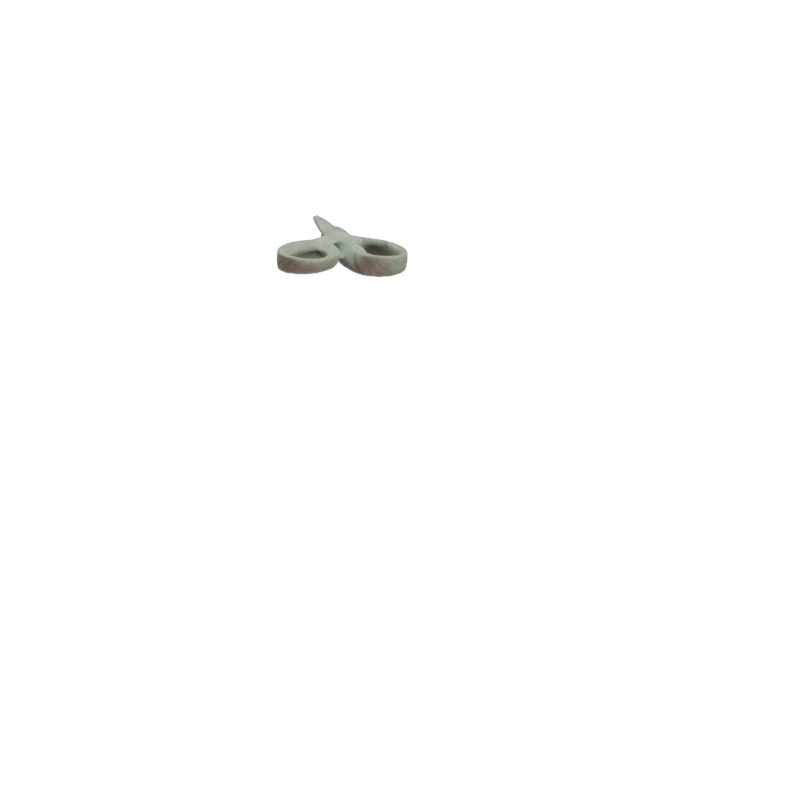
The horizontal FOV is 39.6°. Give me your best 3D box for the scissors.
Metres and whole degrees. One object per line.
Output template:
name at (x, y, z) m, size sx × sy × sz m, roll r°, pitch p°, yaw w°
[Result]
scissors at (-0.063, -0.115, 0.807) m, size 0.094 × 0.015 × 0.213 m, roll -8°, pitch 20°, yaw -24°
